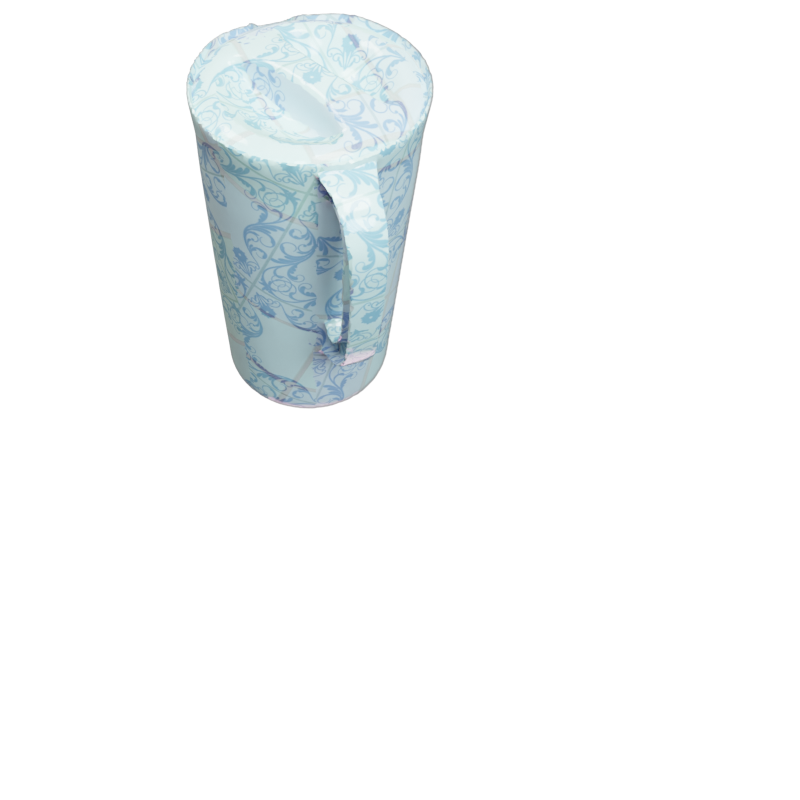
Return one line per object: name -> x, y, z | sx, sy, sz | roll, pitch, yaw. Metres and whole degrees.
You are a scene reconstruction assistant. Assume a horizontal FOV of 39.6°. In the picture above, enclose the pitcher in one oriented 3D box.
pitcher -> -0.053, -0.096, 0.672 | 0.150, 0.155, 0.226 | 21, -37, 14
